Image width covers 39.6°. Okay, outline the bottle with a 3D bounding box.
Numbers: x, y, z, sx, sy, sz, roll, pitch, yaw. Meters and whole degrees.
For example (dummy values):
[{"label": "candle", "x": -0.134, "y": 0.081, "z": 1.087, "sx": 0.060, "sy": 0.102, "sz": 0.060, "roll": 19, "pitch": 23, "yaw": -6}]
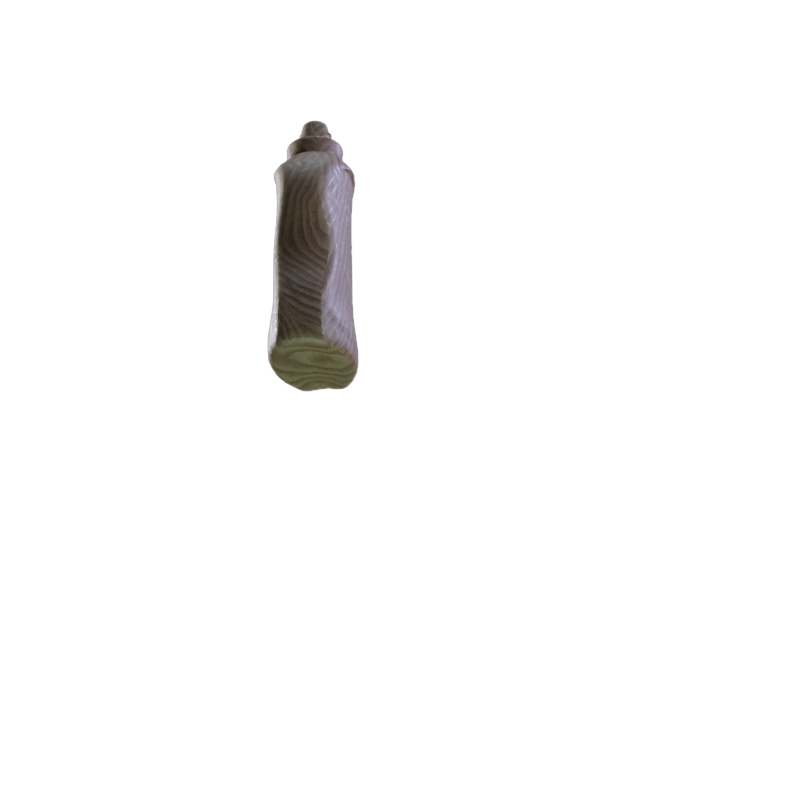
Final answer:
[{"label": "bottle", "x": -0.060, "y": -0.110, "z": 0.771, "sx": 0.059, "sy": 0.203, "sz": 0.090, "roll": -6, "pitch": -26, "yaw": 8}]
